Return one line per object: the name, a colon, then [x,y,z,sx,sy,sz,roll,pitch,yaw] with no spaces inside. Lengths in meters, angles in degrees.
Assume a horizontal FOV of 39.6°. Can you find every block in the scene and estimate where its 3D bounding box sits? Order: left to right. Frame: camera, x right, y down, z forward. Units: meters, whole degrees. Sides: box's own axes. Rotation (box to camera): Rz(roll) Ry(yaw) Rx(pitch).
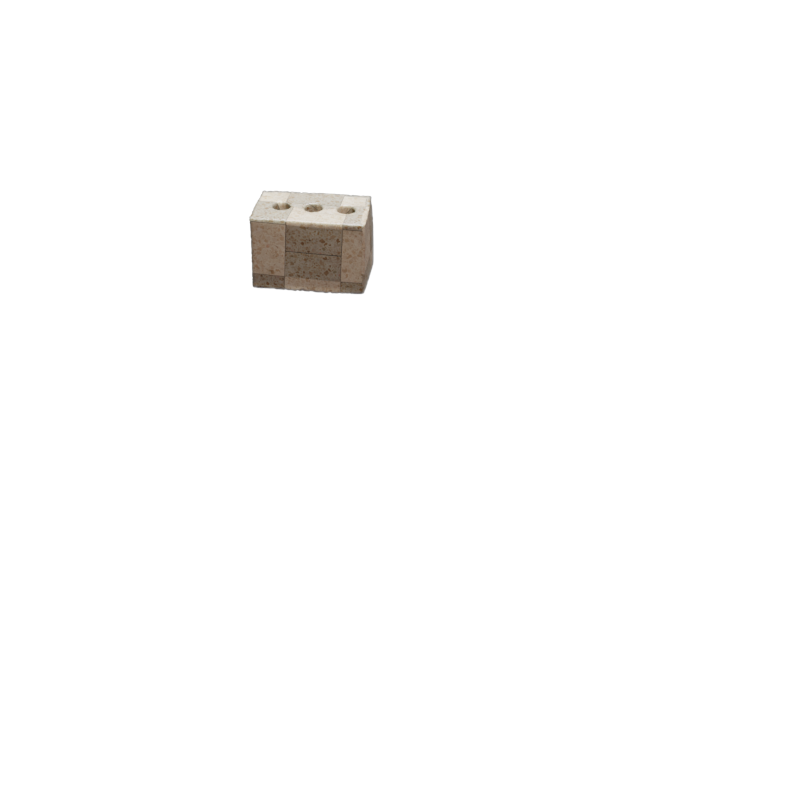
block: [-0.058,-0.106,0.745,0.079,0.048,0.055,4,28,6]
